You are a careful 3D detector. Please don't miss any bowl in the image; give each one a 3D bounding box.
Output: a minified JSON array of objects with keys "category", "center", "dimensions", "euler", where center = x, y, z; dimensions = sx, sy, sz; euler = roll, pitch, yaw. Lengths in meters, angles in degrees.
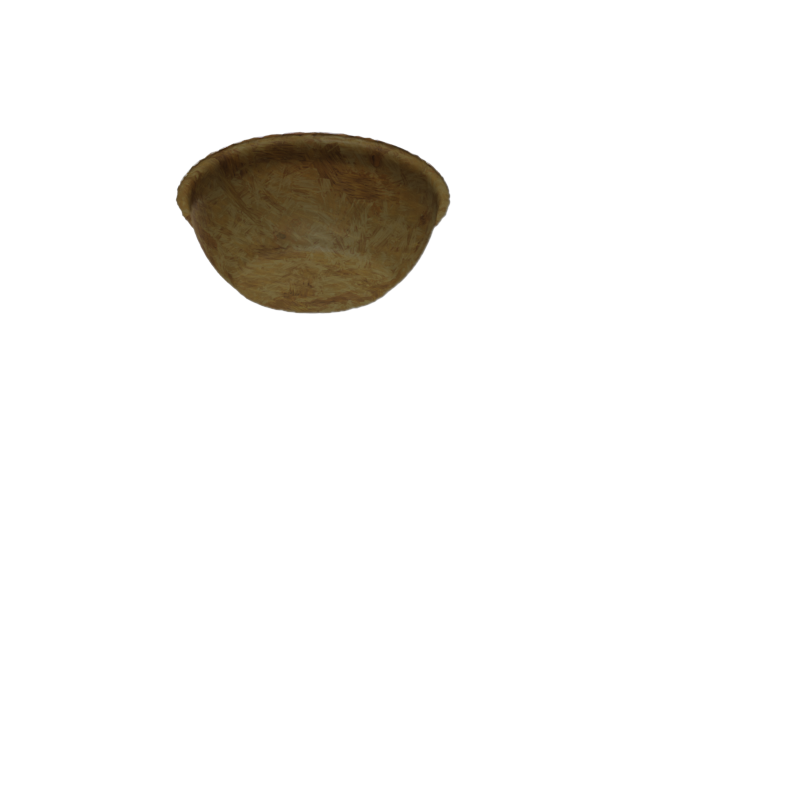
[{"category":"bowl","center":[-0.051,-0.092,0.646],"dimensions":[0.162,0.058,0.154],"euler":[0,-20,-2]}]
